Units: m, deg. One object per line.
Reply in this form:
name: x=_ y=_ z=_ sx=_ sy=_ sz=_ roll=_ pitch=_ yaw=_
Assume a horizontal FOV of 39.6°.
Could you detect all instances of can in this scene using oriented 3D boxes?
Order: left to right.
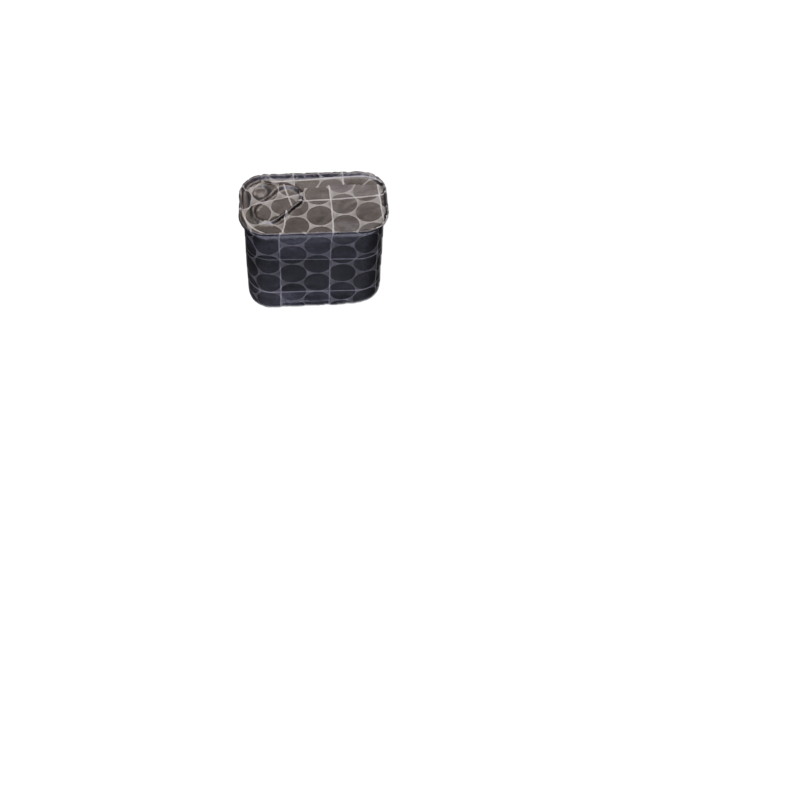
can: x=-0.062 y=-0.112 z=0.786 sx=0.102 sy=0.062 sz=0.078 roll=-2 pitch=-37 yaw=-3
